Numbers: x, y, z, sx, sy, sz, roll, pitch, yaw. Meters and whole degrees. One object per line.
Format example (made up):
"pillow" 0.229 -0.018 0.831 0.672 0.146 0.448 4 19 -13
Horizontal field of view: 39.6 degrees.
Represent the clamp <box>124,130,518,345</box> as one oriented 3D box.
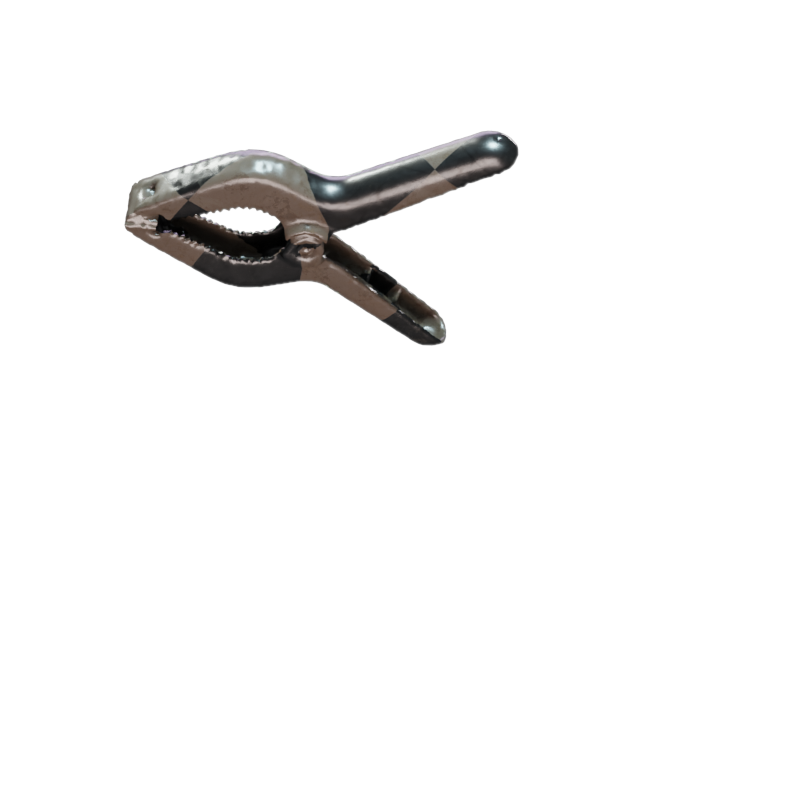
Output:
"clamp" -0.050 -0.091 0.636 0.209 0.039 0.154 2 -42 -3
